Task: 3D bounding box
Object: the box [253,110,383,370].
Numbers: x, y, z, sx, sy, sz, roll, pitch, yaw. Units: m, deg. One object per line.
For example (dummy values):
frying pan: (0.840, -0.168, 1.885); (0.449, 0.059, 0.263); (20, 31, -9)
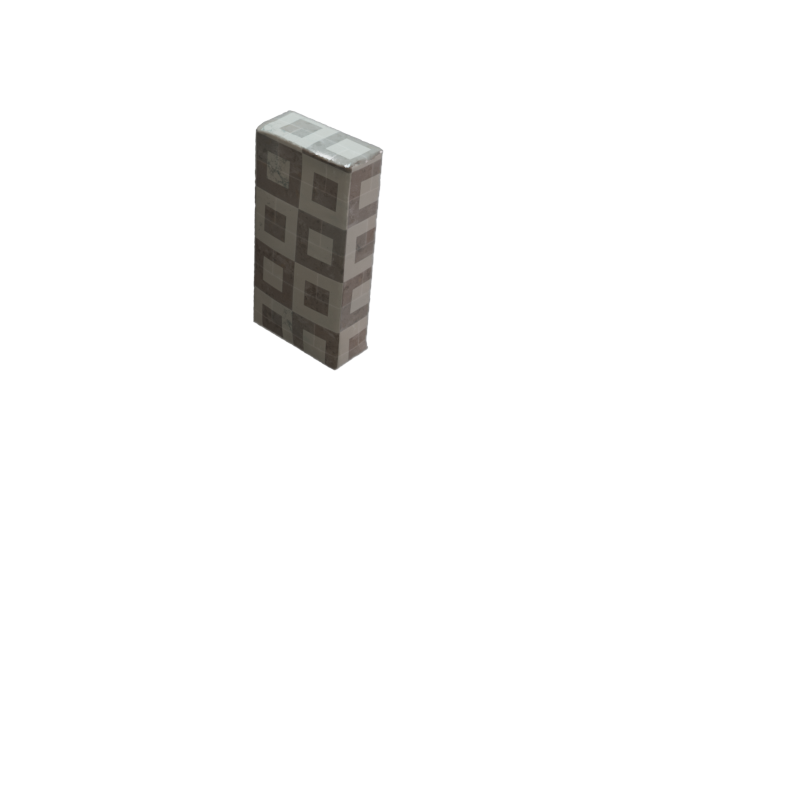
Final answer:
box: (-0.065, -0.118, 0.829); (0.099, 0.165, 0.048); (29, 43, 31)
